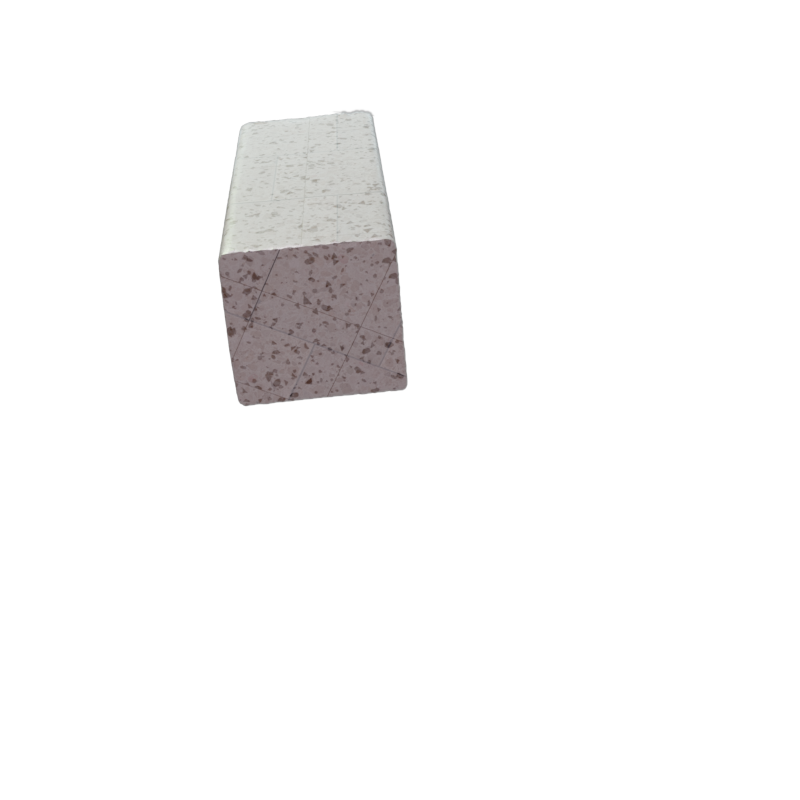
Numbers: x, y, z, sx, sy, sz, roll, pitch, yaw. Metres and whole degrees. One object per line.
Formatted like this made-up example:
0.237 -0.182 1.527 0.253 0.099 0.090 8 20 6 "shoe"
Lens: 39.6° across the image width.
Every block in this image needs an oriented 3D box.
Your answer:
-0.051 -0.094 0.652 0.091 0.085 0.219 -6 30 0 "block"
